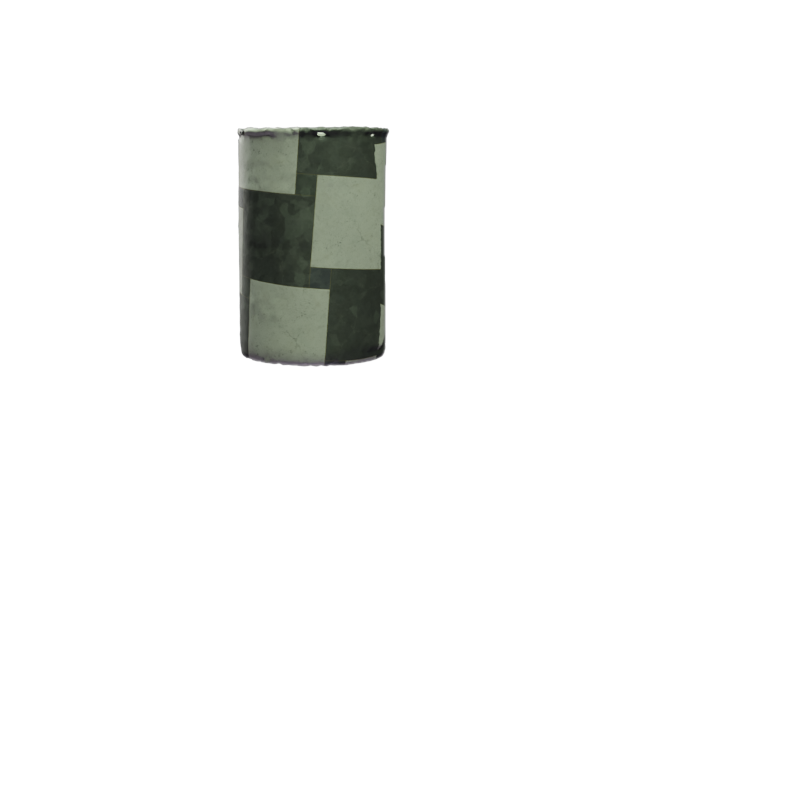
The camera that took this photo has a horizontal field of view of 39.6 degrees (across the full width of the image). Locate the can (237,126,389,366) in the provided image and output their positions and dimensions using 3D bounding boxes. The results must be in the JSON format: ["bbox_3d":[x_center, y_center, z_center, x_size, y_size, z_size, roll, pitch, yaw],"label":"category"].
[{"bbox_3d":[-0.039,-0.071,0.501,0.068,0.101,0.070,0,7,-2],"label":"can"}]
